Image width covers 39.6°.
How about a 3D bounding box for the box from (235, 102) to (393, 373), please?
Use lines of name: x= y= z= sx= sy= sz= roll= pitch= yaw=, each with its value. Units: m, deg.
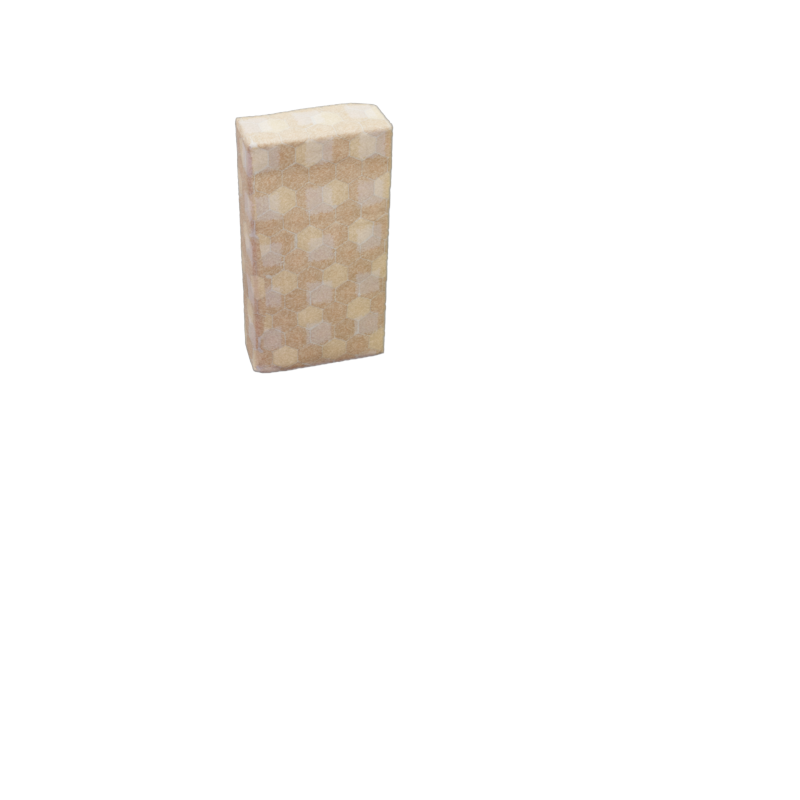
box: x=-0.056 y=-0.103 z=0.719 sx=0.092 sy=0.165 sz=0.052 roll=-8 pitch=34 yaw=-16
